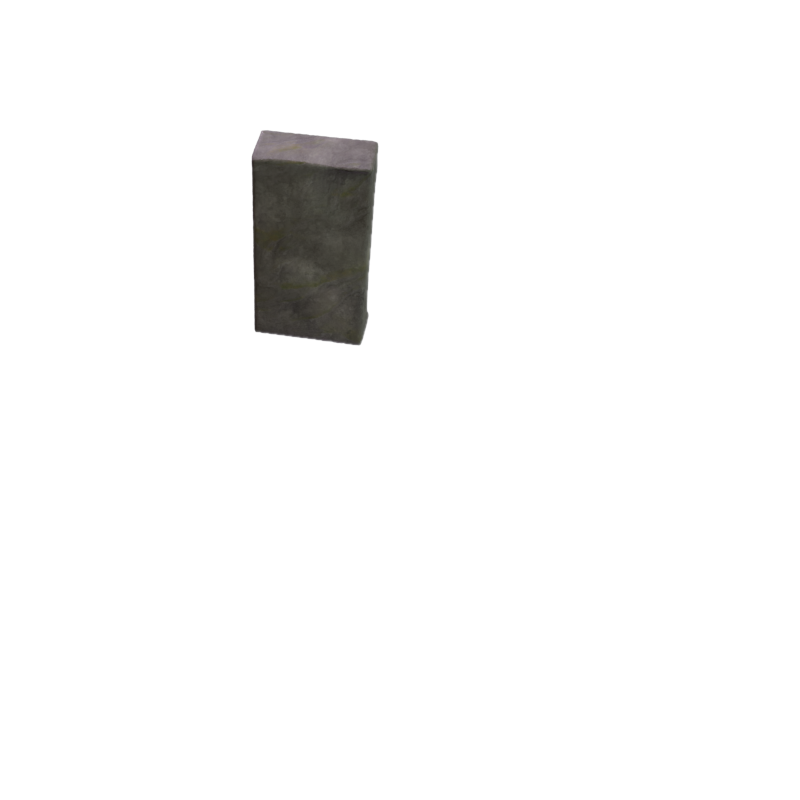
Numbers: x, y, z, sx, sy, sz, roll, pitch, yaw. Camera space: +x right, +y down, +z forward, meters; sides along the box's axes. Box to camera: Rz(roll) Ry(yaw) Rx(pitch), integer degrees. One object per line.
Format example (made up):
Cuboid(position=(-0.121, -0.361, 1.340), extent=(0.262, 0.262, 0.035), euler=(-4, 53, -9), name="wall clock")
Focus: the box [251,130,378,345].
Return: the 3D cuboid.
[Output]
Cuboid(position=(-0.069, -0.125, 0.876), extent=(0.094, 0.164, 0.051), euler=(8, 44, 5), name="box")
